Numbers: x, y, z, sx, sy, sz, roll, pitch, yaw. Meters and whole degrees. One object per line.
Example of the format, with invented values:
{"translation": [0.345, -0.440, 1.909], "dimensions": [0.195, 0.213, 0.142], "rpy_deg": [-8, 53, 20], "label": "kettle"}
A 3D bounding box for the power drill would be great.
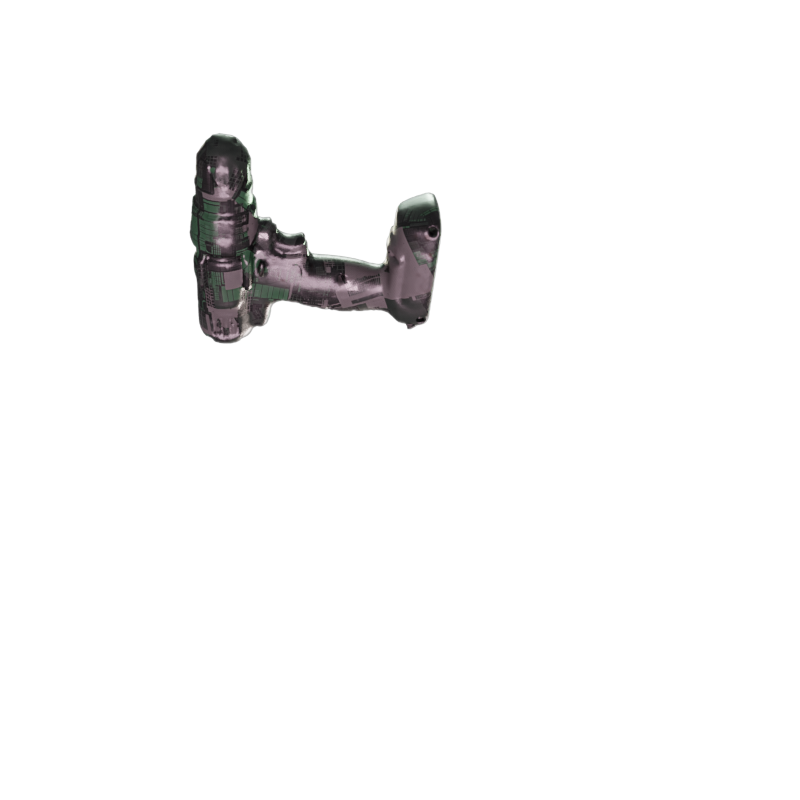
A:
{"translation": [-0.066, -0.121, 0.847], "dimensions": [0.187, 0.172, 0.062], "rpy_deg": [2, 42, -3], "label": "power drill"}
